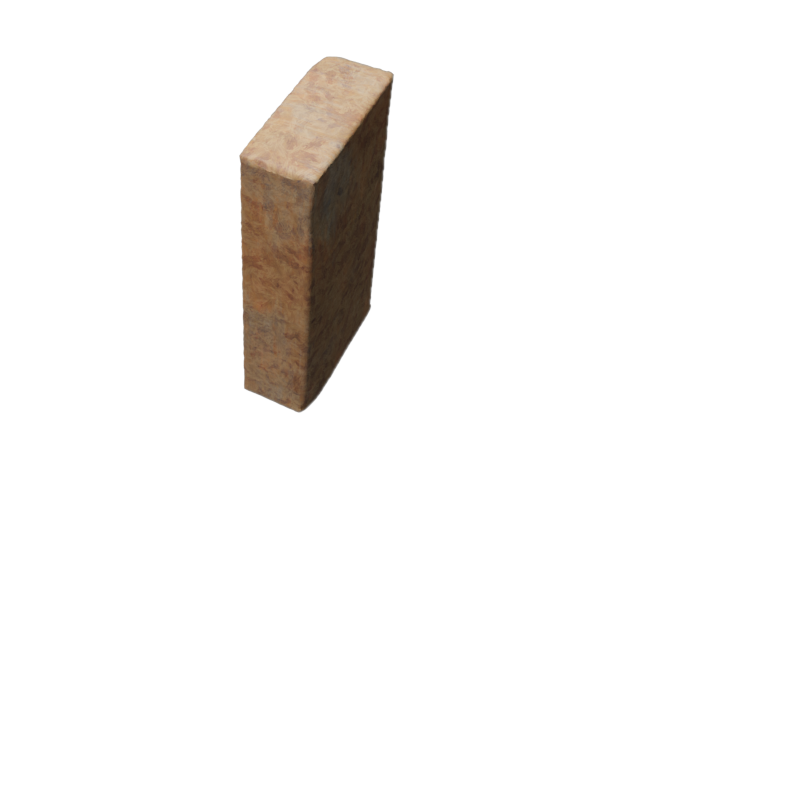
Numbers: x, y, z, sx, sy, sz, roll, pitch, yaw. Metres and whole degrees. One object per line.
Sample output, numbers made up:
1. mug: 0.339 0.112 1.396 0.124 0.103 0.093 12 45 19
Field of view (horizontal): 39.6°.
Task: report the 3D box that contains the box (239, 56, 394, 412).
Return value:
1. box: -0.046 -0.083 0.581 0.050 0.097 0.164 19 -40 13
